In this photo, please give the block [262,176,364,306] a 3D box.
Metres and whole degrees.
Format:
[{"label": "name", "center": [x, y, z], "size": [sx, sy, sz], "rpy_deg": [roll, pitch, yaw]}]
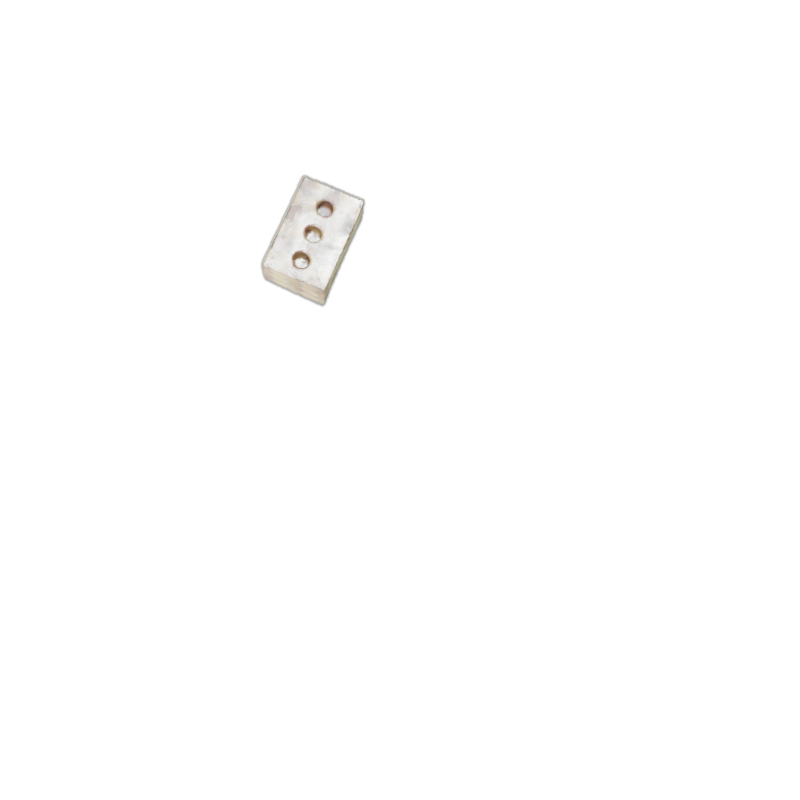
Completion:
[{"label": "block", "center": [-0.067, -0.121, 0.850], "size": [0.053, 0.080, 0.050], "rpy_deg": [22, -12, 2]}]
